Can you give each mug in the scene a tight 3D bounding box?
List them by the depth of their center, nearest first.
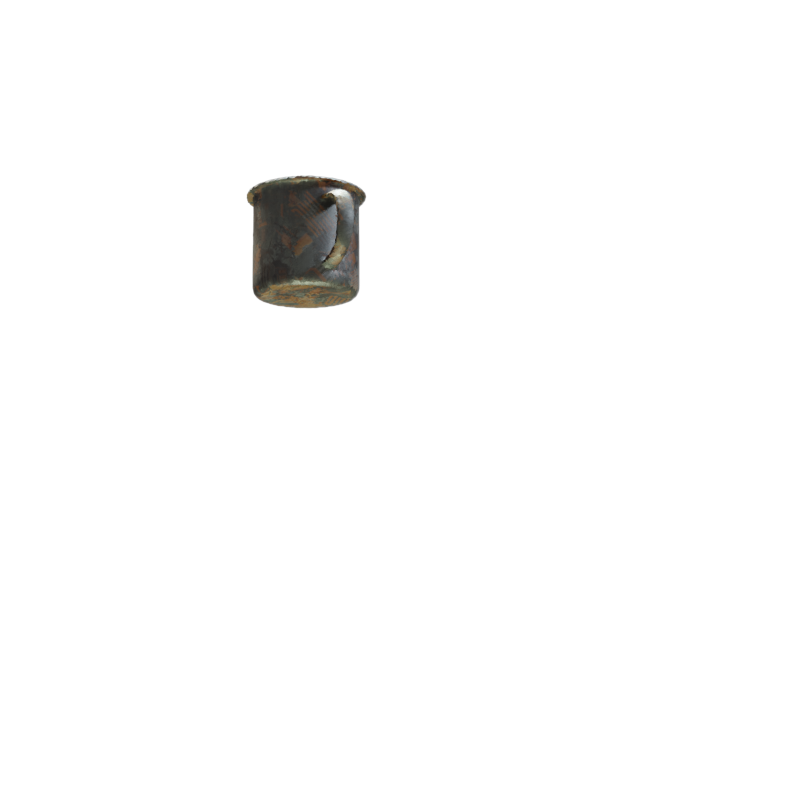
[{"bbox_3d":[-0.066,-0.120,0.840,0.089,0.085,0.118,7,-14,-30],"label":"mug"}]
